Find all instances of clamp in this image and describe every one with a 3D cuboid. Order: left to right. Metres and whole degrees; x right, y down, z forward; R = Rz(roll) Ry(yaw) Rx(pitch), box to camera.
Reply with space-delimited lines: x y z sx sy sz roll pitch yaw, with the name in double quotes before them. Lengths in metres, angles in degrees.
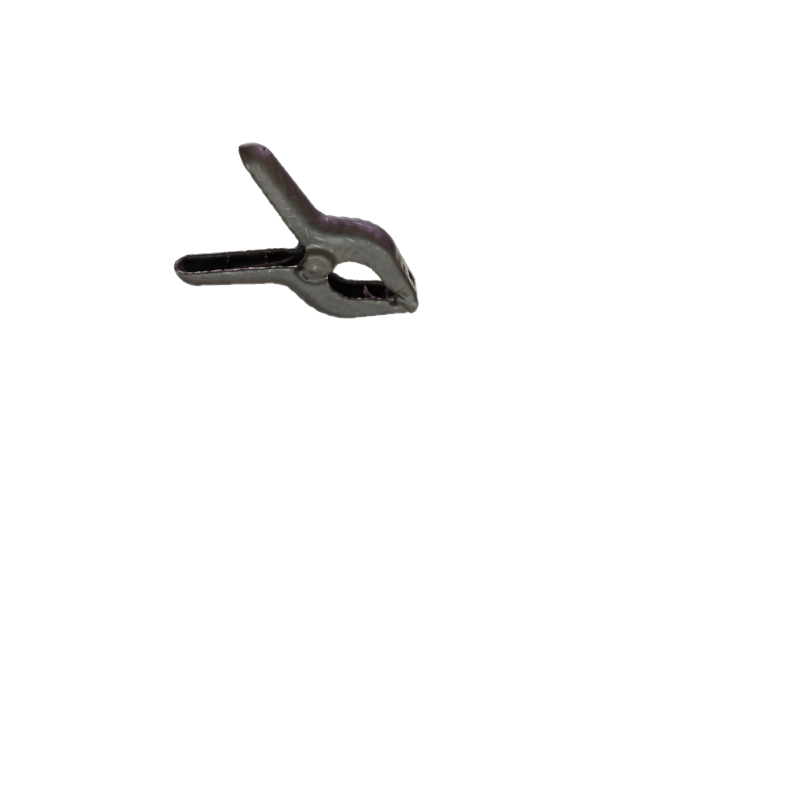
"clamp" -0.060 -0.109 0.763 0.167 0.042 0.115 14 -46 -14
